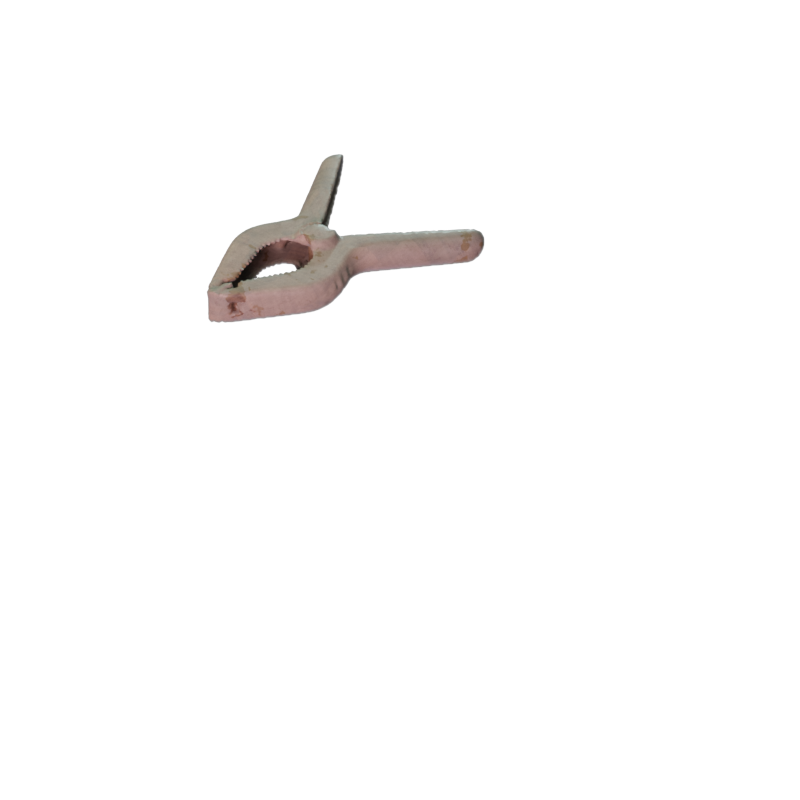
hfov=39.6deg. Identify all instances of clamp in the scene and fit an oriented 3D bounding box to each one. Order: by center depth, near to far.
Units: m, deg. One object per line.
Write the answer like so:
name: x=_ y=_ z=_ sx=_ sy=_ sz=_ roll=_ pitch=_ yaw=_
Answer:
clamp: x=-0.065 y=-0.119 z=0.836 sx=0.209 sy=0.034 sz=0.177 roll=-27 pitch=47 yaw=-28
